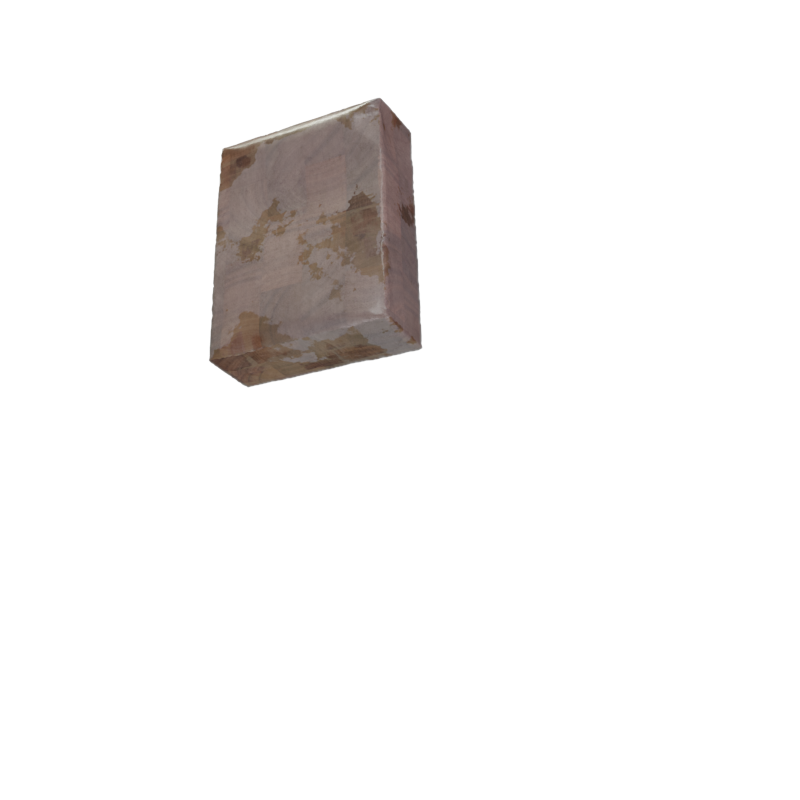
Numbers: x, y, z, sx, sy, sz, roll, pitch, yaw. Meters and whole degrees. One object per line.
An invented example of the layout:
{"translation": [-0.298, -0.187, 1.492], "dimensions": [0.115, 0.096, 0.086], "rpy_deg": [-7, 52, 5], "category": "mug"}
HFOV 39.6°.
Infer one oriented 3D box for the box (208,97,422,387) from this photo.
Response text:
{"translation": [-0.073, -0.133, 0.934], "dimensions": [0.166, 0.227, 0.067], "rpy_deg": [-14, -30, 23], "category": "box"}
